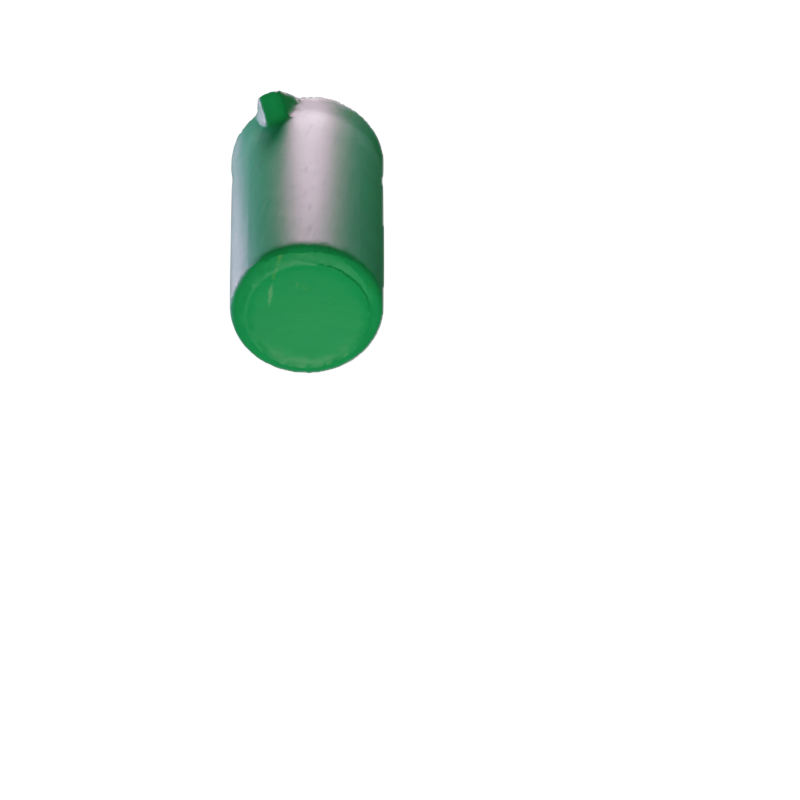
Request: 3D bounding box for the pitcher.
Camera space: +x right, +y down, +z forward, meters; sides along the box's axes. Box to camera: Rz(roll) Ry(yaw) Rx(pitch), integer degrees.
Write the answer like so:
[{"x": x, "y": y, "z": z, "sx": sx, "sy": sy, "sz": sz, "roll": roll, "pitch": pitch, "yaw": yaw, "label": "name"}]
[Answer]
[{"x": -0.068, "y": -0.125, "z": 0.875, "sx": 0.145, "sy": 0.139, "sz": 0.260, "roll": 19, "pitch": 32, "yaw": -16, "label": "pitcher"}]
